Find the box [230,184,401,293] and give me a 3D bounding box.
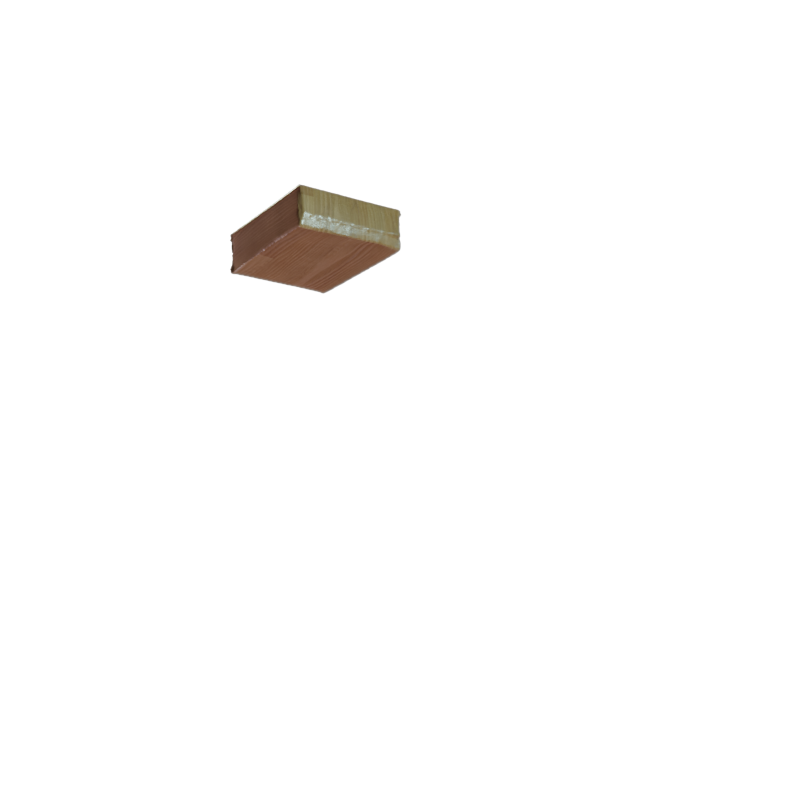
[{"bbox_3d":[-0.067,-0.122,0.851,0.086,0.041,0.113,12,-22,-32],"label":"box"}]
